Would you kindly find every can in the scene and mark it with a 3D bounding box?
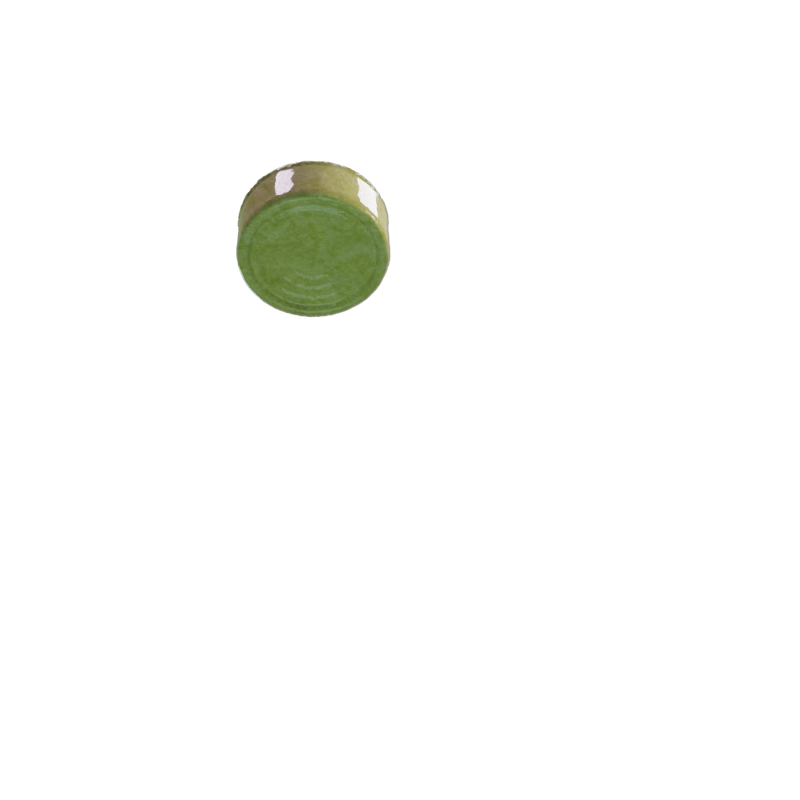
[{"bbox_3d":[-0.048,-0.088,0.616,0.086,0.080,0.036,1,39,-1],"label":"can"}]
